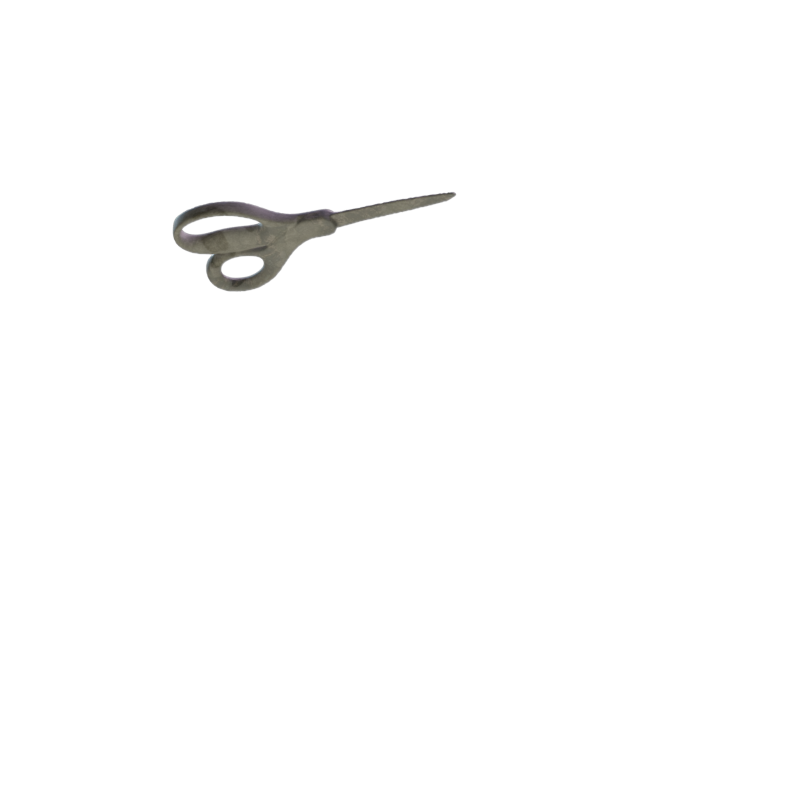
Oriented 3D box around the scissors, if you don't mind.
[{"bbox_3d":[-0.063,-0.115,0.807,0.202,0.017,0.089,-1,-38,1],"label":"scissors"}]
